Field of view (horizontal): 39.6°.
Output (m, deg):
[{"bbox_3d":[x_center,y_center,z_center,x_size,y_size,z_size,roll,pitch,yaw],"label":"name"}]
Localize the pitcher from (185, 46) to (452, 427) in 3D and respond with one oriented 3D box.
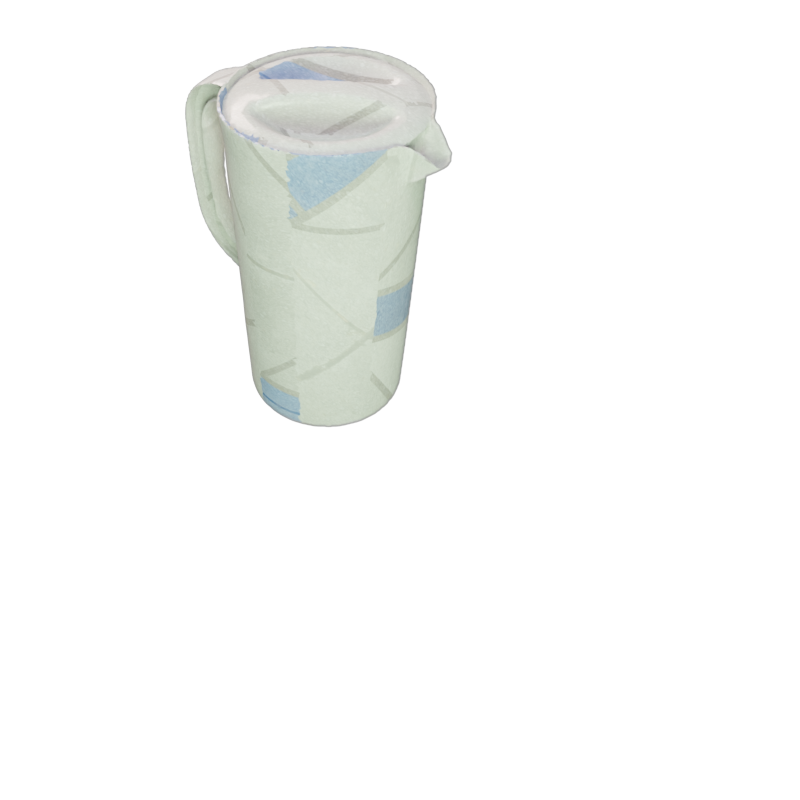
[{"bbox_3d":[-0.058,-0.106,0.740,0.143,0.227,0.161,-8,42,-13],"label":"pitcher"}]
